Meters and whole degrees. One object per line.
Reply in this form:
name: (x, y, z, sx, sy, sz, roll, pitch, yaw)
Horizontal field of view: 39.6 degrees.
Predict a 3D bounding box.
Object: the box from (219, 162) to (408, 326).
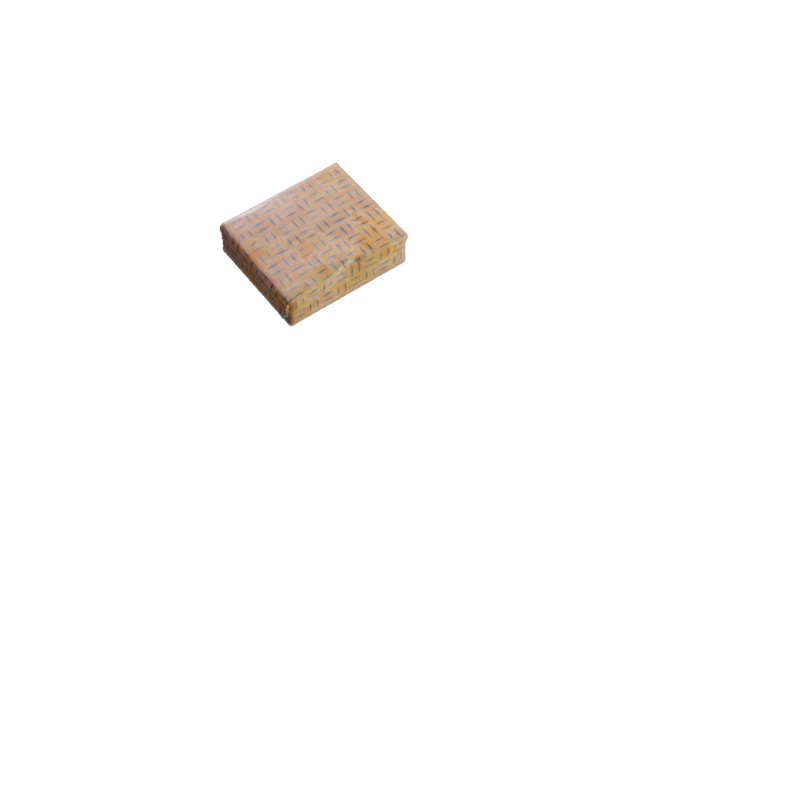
box: (-0.052, -0.095, 0.666, 0.089, 0.078, 0.028, -31, -31, -21)
